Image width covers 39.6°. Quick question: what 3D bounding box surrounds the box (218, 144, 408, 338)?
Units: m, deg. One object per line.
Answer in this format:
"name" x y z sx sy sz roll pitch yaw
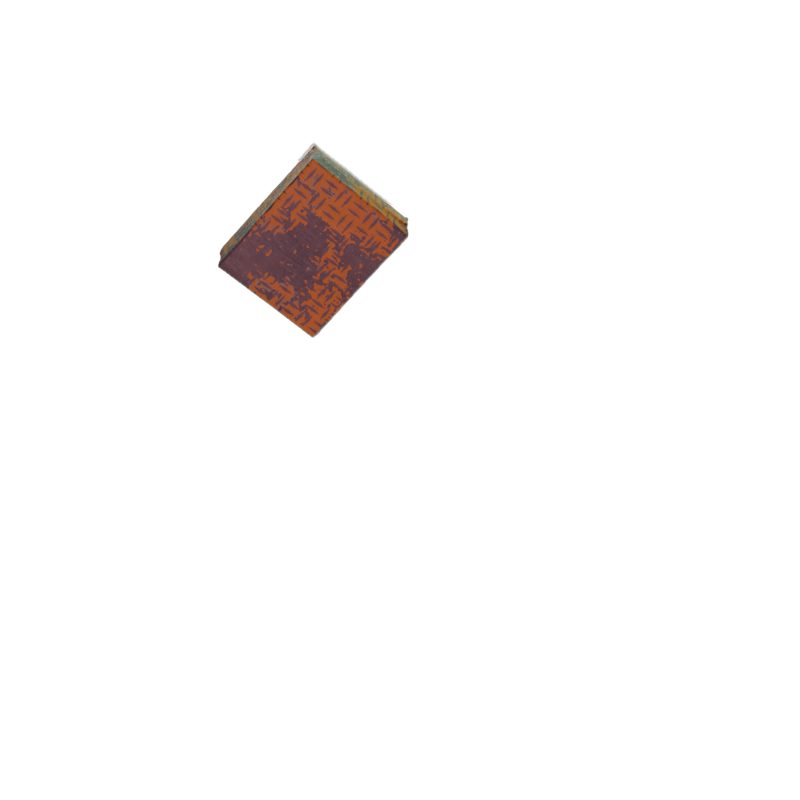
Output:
"box" -0.050 -0.092 0.644 0.070 0.088 0.032 38 19 -16
